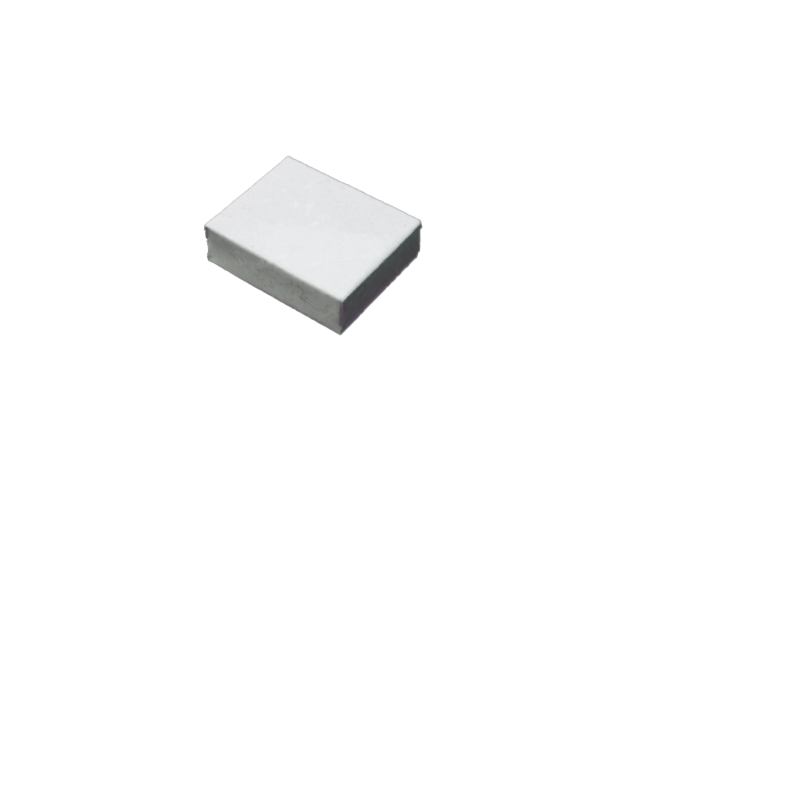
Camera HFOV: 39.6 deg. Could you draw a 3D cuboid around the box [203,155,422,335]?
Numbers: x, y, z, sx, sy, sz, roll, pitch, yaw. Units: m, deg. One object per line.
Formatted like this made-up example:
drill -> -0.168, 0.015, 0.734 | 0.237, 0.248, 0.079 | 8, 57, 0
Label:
box -> -0.056, -0.103, 0.720 | 0.119, 0.036, 0.092 | 27, 51, 23
